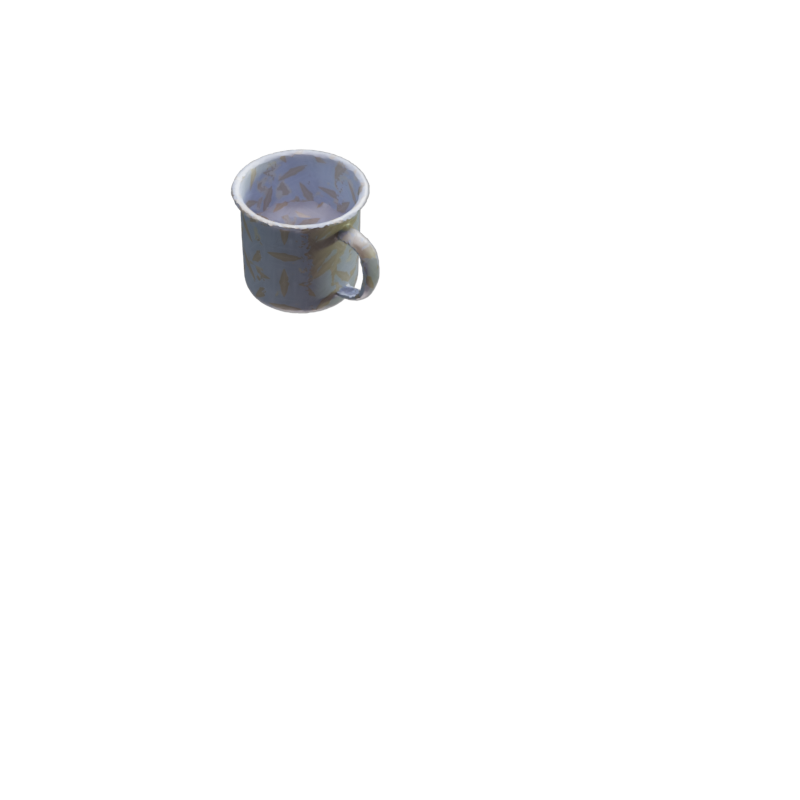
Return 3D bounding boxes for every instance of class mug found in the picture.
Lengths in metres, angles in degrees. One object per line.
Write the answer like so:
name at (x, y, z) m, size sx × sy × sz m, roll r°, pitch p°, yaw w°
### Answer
mug at (-0.060, -0.109, 0.762) m, size 0.124 × 0.076 × 0.094 m, roll 32°, pitch 50°, yaw 29°
